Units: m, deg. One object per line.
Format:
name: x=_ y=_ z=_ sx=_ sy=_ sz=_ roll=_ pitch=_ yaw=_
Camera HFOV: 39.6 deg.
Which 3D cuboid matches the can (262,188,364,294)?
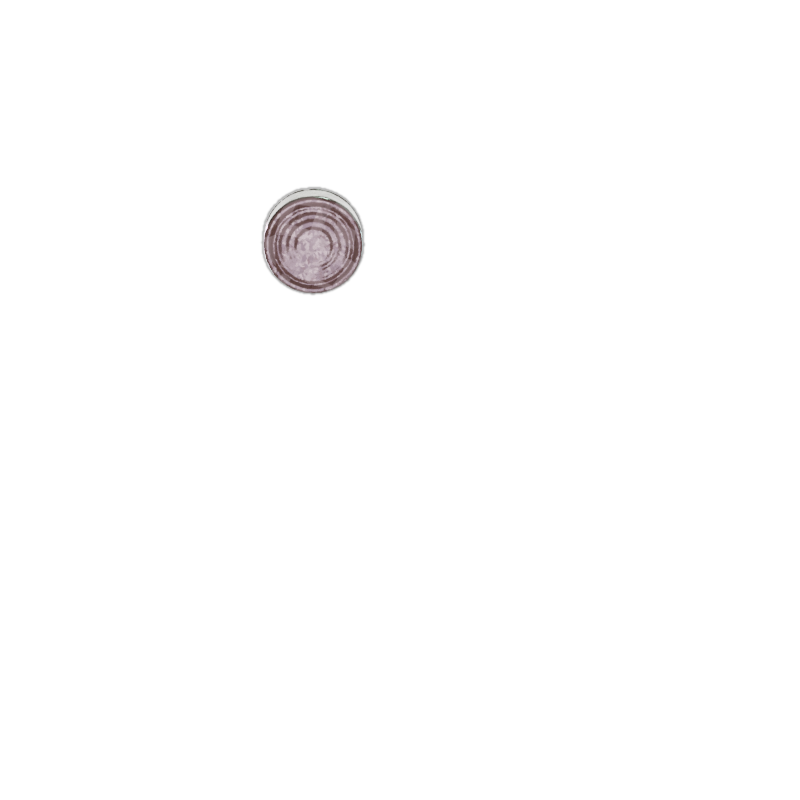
can: x=-0.073 y=-0.134 z=0.936 sx=0.086 sy=0.083 sz=0.035 roll=0 pitch=16 yaw=-1
